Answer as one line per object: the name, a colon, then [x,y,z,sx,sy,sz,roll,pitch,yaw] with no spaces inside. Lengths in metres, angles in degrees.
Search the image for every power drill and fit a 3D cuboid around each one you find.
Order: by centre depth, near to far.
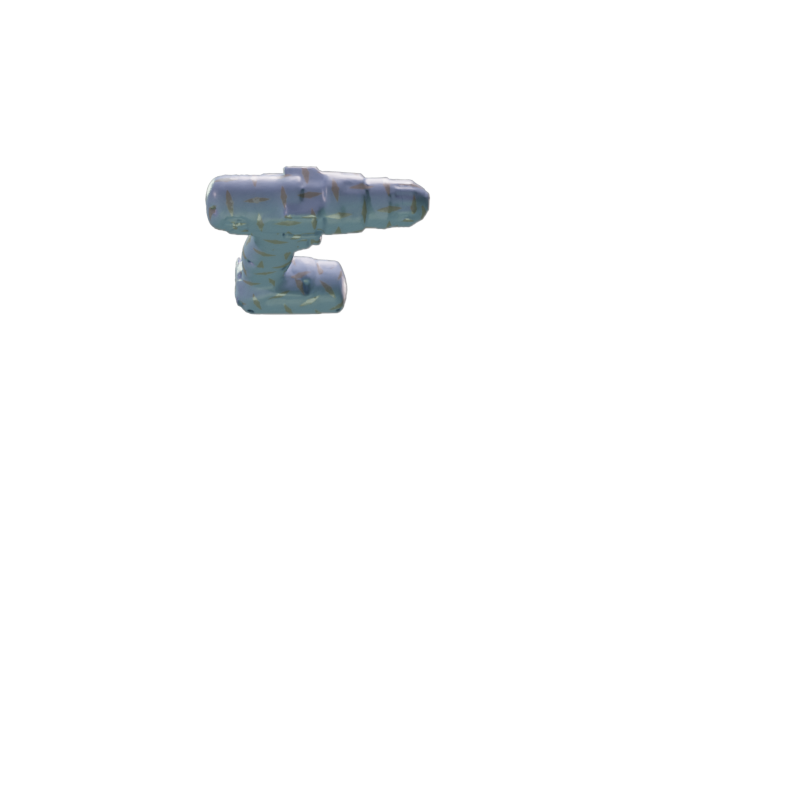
power drill: [-0.076,-0.139,0.972,0.183,0.061,0.178,2,-25,-5]
